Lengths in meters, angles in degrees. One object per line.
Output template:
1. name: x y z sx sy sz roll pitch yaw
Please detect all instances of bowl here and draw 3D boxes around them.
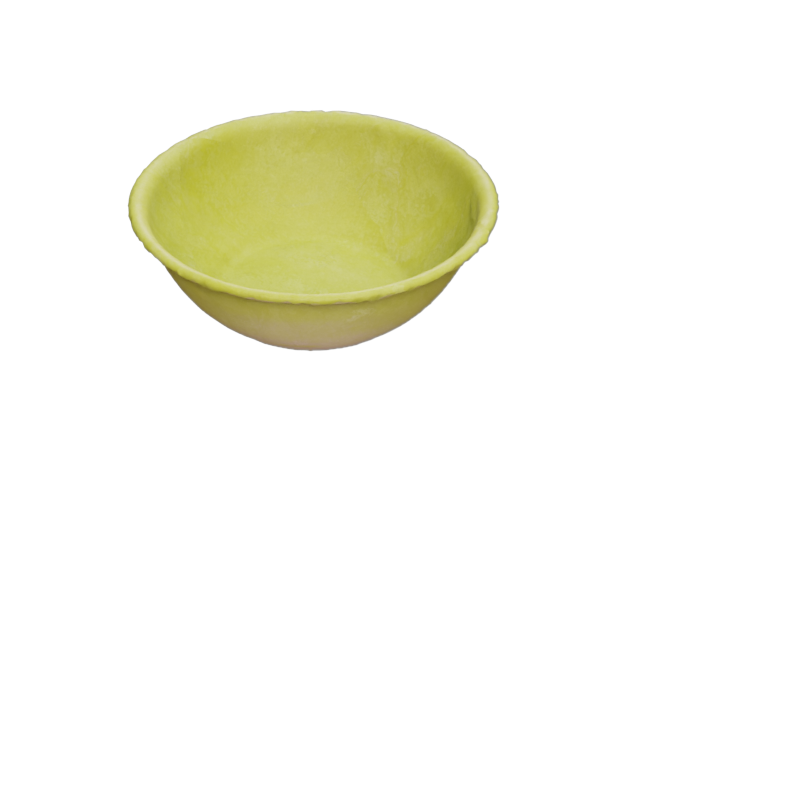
1. bowl: -0.039 -0.071 0.501 0.162 0.051 0.173 -1 38 -2
